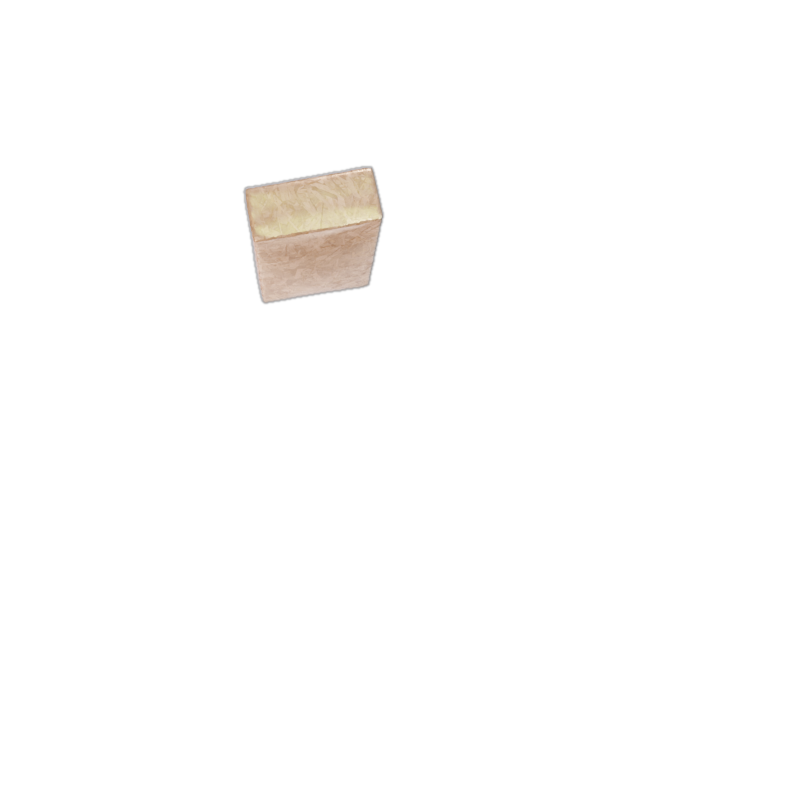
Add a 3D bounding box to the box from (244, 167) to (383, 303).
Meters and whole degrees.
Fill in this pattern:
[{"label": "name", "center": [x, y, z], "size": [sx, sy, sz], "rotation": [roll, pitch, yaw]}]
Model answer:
[{"label": "box", "center": [-0.066, -0.119, 0.839], "size": [0.093, 0.049, 0.172], "rotation": [-10, -7, -5]}]
